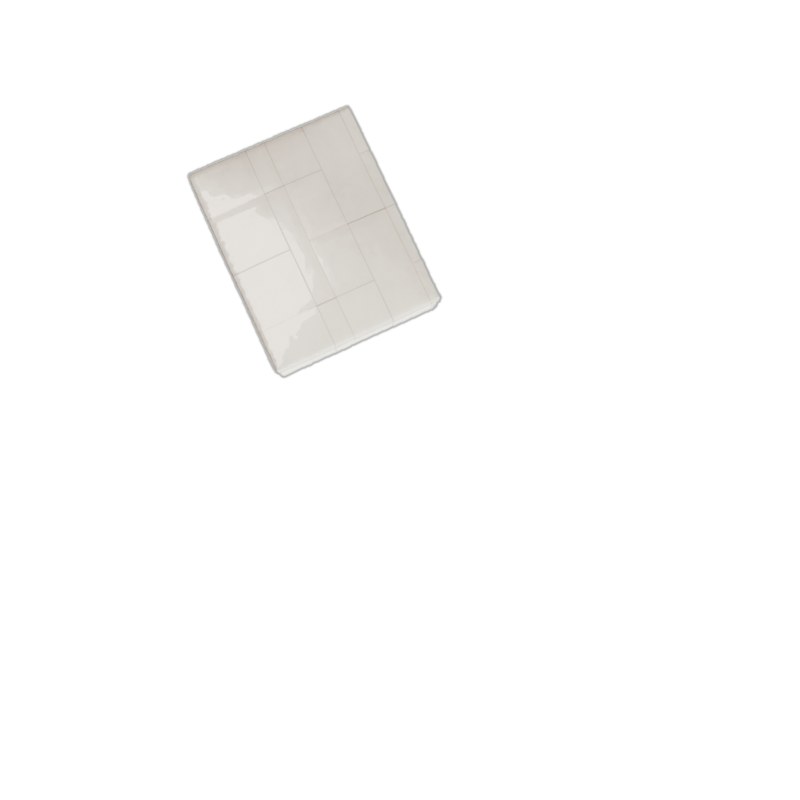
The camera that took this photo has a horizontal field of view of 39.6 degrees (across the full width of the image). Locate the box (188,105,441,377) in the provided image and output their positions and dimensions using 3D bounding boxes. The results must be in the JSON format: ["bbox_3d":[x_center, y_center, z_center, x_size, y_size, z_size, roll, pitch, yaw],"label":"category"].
[{"bbox_3d":[-0.044,-0.080,0.562,0.090,0.116,0.038,-24,-9,-4],"label":"box"}]
